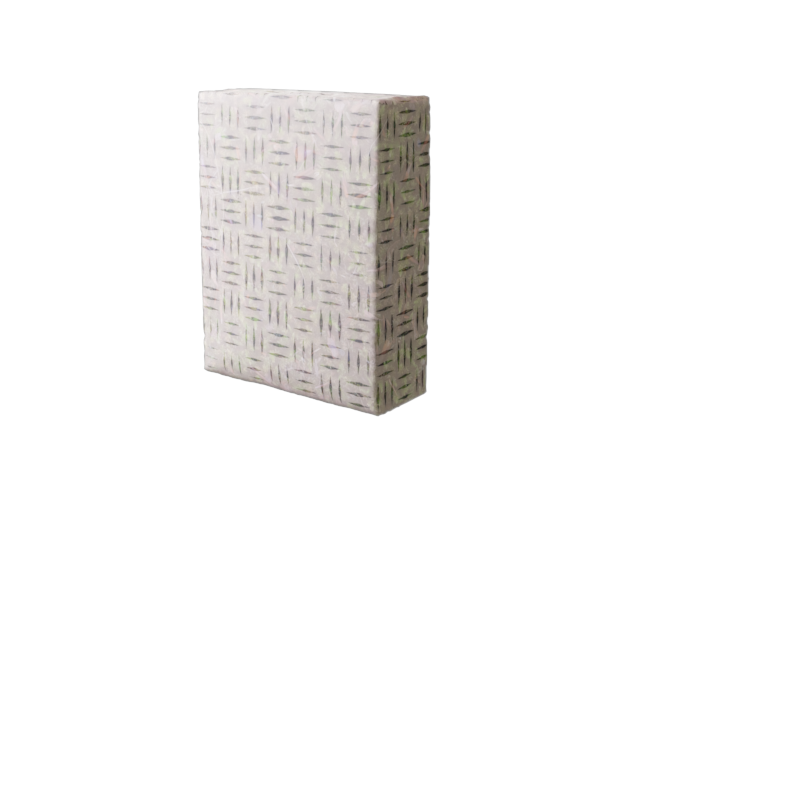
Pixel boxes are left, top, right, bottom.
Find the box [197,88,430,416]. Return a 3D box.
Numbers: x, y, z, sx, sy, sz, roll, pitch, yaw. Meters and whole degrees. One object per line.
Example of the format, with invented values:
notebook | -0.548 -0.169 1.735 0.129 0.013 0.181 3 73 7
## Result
box | -0.062 -0.113 0.795 0.172 0.208 0.070 11 16 35
